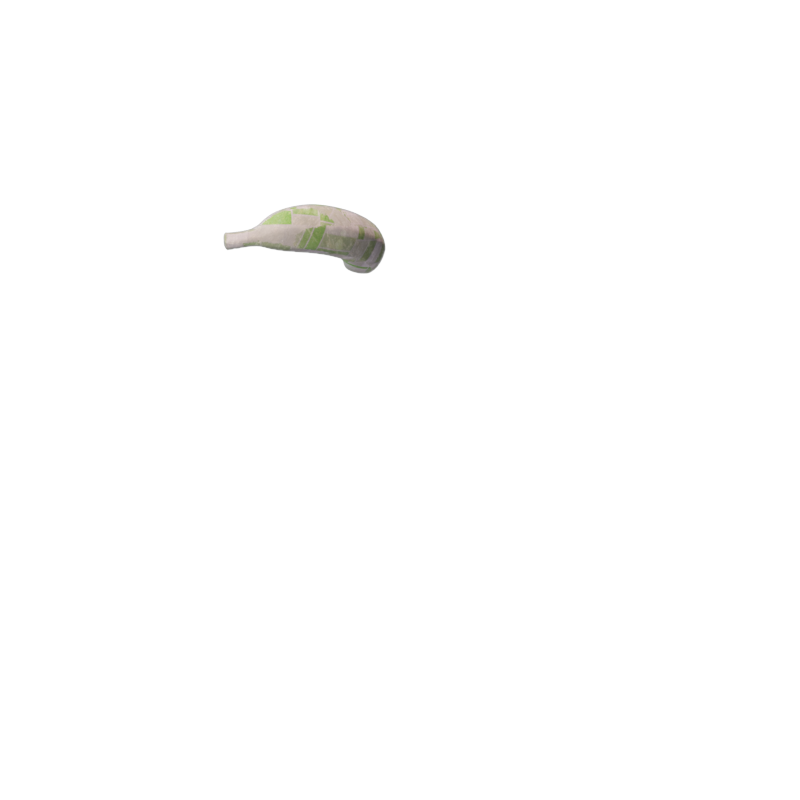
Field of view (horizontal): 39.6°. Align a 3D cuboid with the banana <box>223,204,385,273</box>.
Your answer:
[{"bbox_3d":[-0.052,-0.123,0.845,0.072,0.037,0.189,-2,-2,28],"label":"banana"}]
